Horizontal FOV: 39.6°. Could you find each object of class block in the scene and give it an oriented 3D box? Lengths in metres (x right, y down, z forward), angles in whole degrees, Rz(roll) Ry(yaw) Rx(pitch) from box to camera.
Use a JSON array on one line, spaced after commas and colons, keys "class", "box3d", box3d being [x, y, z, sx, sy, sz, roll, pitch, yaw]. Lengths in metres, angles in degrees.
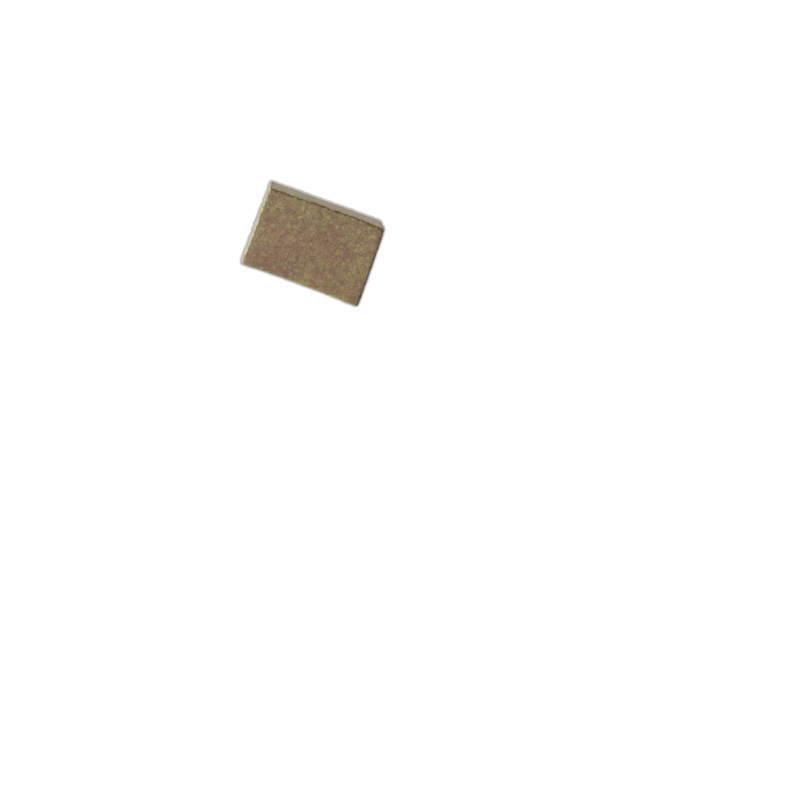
[{"class": "block", "box3d": [-0.054, -0.099, 0.696, 0.077, 0.052, 0.052, 21, 9, -5]}]
